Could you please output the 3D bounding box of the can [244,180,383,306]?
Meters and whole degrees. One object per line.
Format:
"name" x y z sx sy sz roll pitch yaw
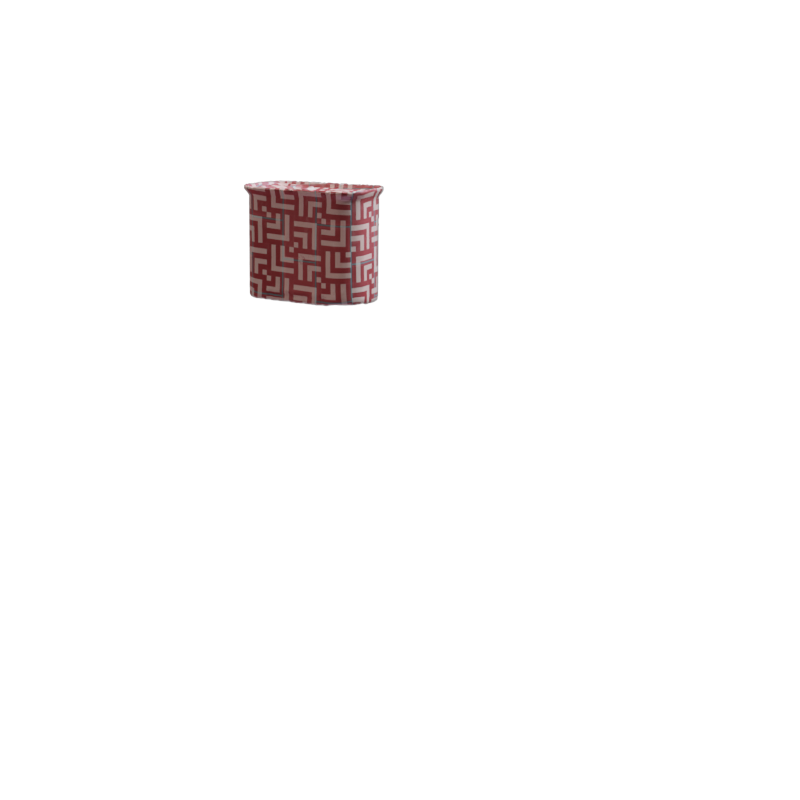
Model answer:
"can" -0.064 -0.117 0.817 0.106 0.082 0.057 8 13 29
